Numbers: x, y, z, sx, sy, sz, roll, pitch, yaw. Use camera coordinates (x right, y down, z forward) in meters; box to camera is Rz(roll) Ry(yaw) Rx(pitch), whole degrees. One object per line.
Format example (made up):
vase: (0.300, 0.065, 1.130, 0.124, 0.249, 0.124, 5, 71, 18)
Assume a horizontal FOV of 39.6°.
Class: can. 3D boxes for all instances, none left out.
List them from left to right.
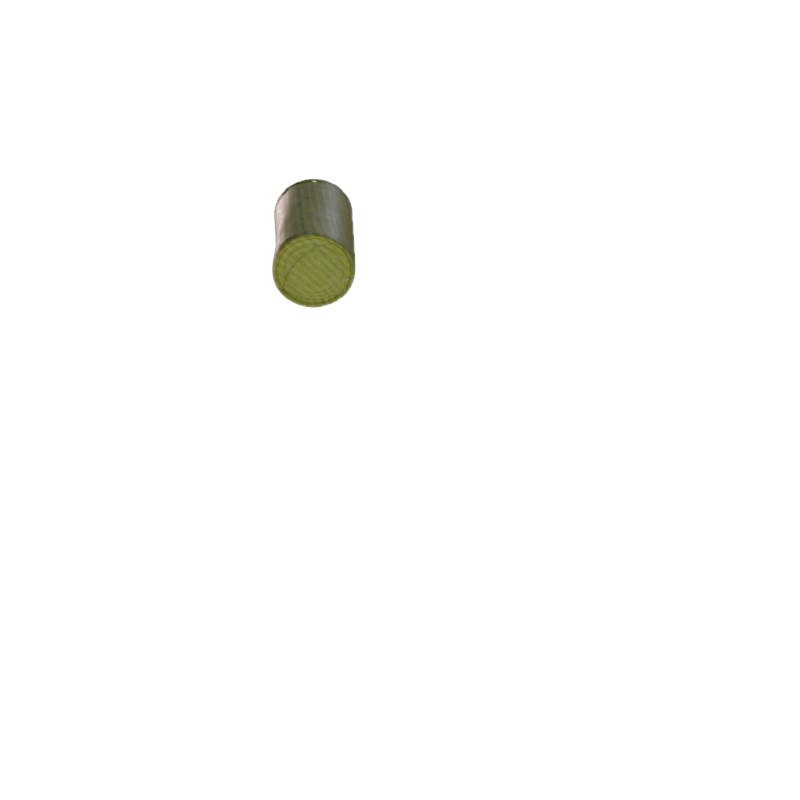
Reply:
can: (-0.071, -0.130, 0.913, 0.068, 0.064, 0.109, -1, 33, -3)
